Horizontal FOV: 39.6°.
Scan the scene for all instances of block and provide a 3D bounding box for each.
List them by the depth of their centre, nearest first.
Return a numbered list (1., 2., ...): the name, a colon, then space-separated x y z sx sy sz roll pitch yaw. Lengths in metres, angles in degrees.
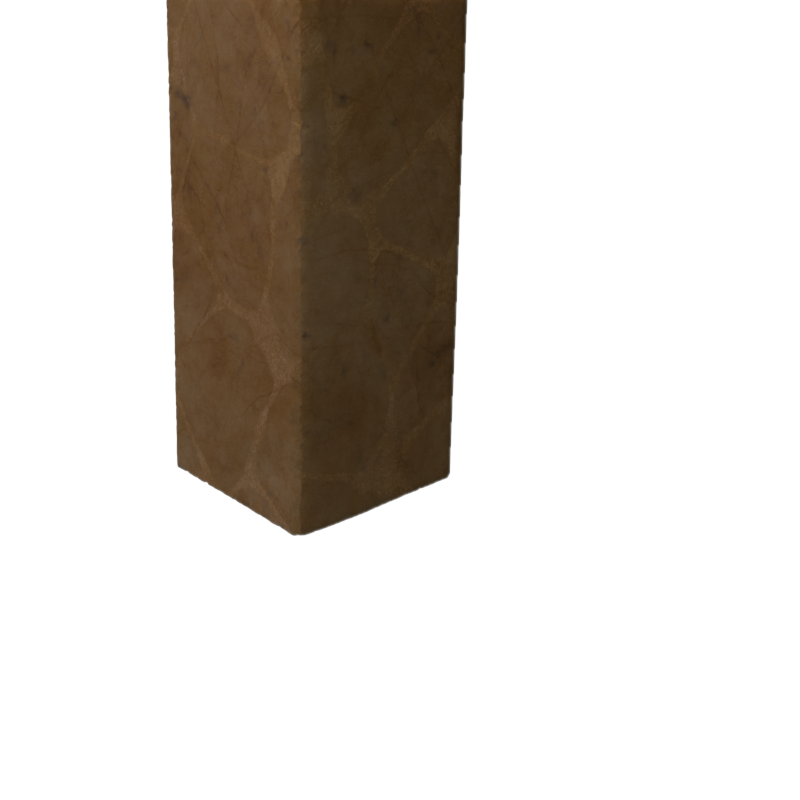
1. block: -0.036 -0.066 0.463 0.088 0.200 0.096 -12 19 -41
